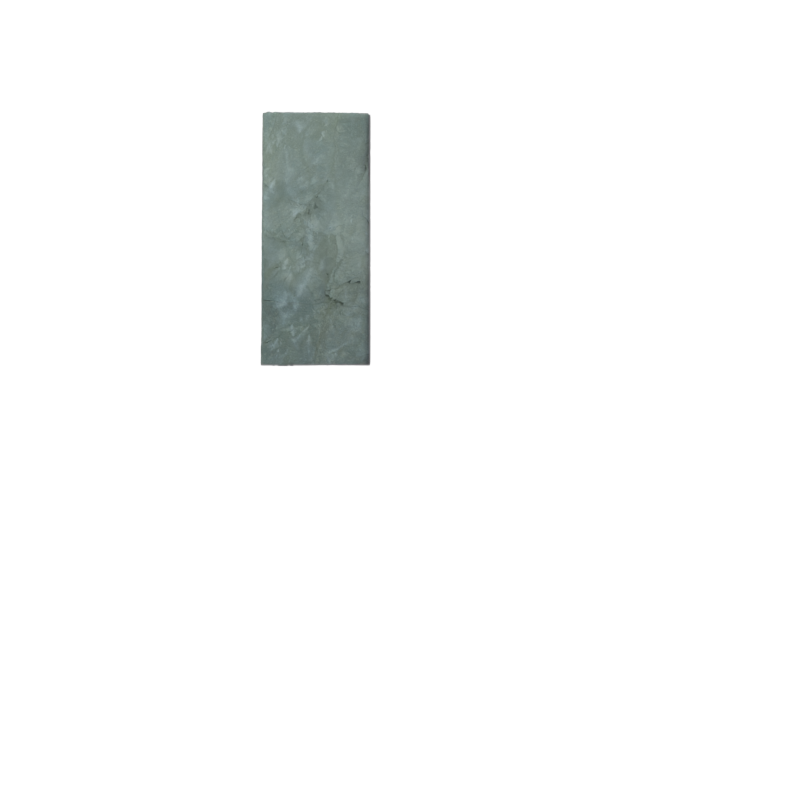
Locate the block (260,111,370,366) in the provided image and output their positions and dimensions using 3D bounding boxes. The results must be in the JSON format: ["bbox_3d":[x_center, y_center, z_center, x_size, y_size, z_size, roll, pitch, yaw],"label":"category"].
[{"bbox_3d":[-0.073,-0.134,0.937,0.090,0.208,0.090,0,-3,-5],"label":"block"}]
